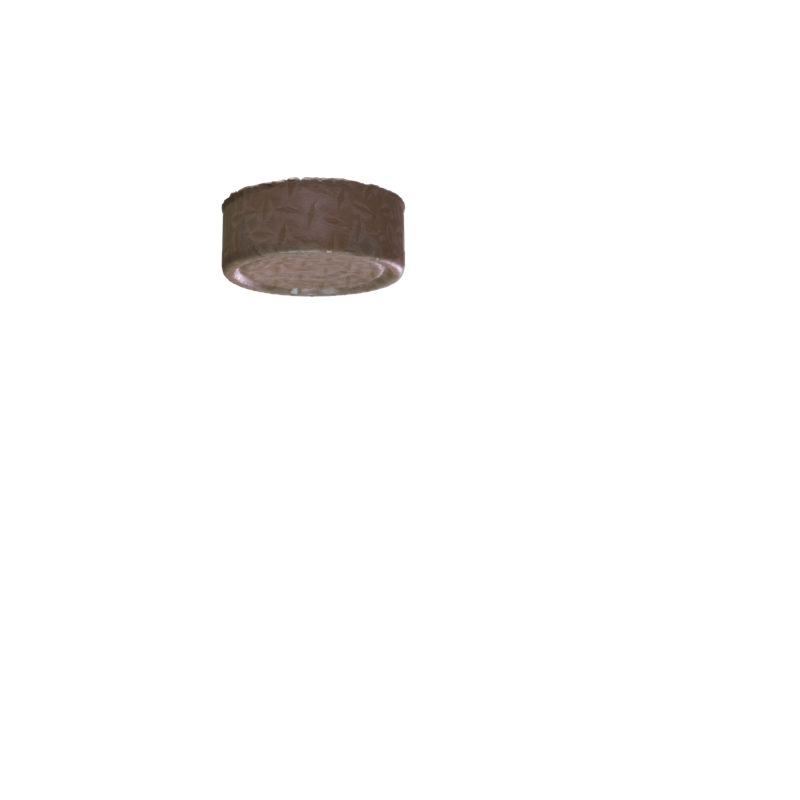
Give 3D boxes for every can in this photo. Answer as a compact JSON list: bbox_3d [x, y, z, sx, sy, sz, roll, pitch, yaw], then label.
[{"bbox_3d":[-0.040,-0.073,0.513,0.086,0.035,0.083,0,-10,-2],"label":"can"}]
